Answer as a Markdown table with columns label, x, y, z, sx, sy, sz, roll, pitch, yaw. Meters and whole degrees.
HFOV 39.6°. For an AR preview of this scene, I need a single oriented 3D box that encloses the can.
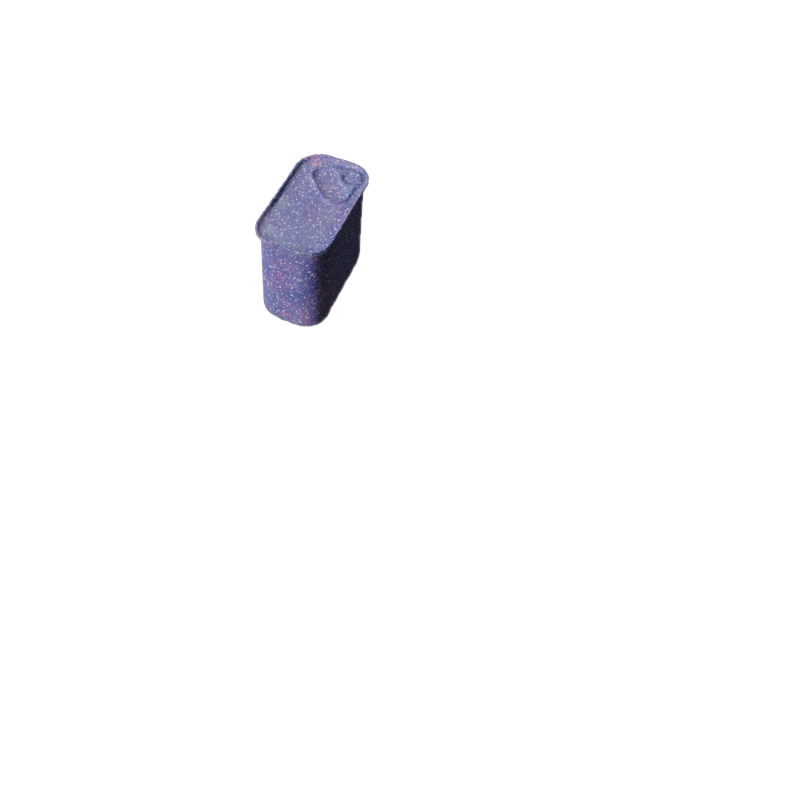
| label | x | y | z | sx | sy | sz | roll | pitch | yaw |
| --- | --- | --- | --- | --- | --- | --- | --- | --- | --- |
| can | -0.065 | -0.118 | 0.824 | 0.059 | 0.106 | 0.078 | 18 | -38 | 12 |
